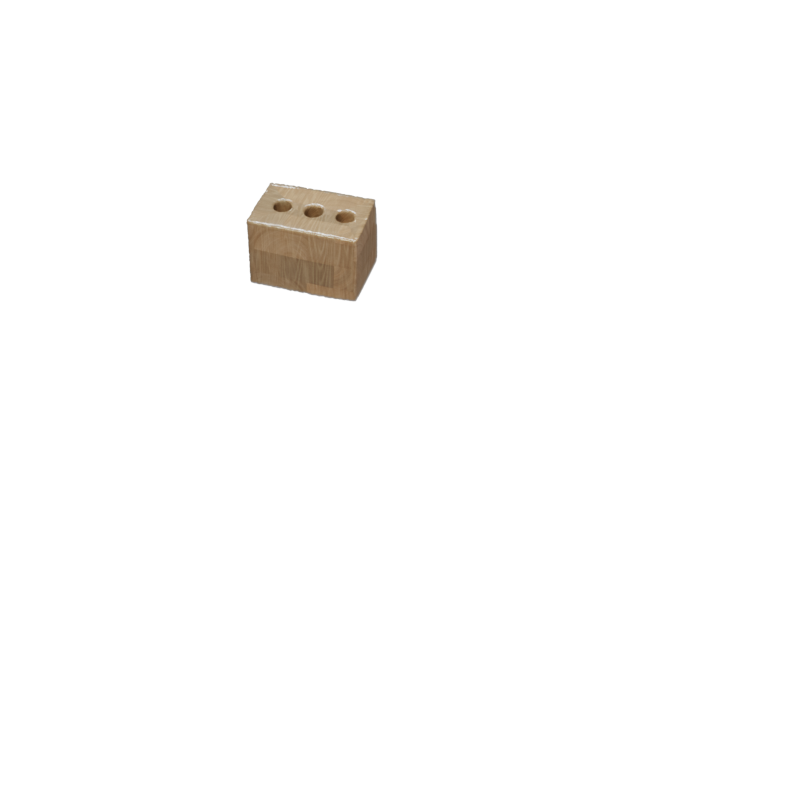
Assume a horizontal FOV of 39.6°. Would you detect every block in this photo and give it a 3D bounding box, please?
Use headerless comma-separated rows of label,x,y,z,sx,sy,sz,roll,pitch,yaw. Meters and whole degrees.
block,-0.059,-0.107,0.750,0.080,0.048,0.055,11,40,12
